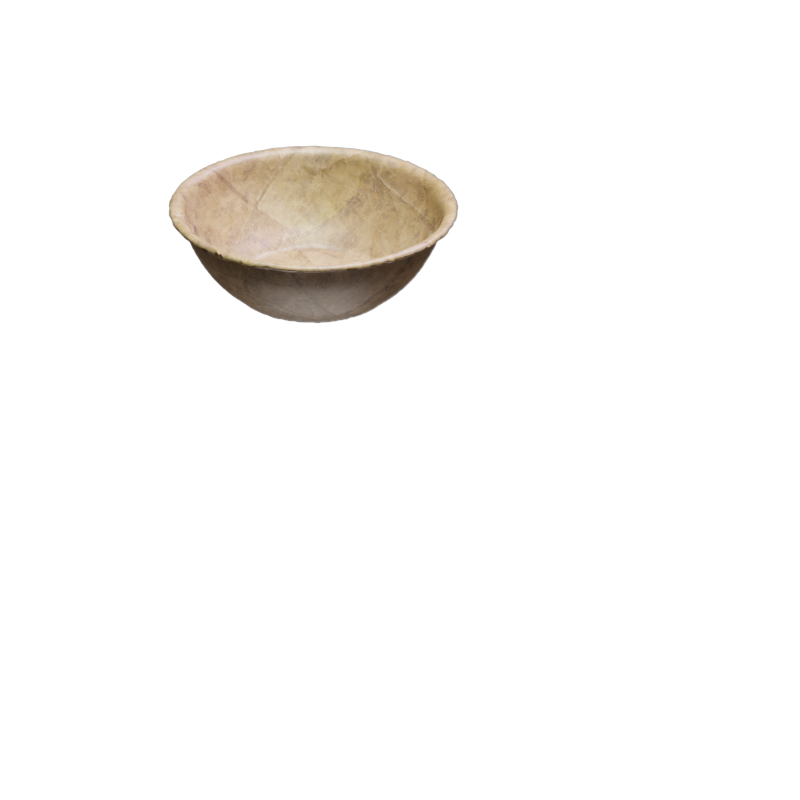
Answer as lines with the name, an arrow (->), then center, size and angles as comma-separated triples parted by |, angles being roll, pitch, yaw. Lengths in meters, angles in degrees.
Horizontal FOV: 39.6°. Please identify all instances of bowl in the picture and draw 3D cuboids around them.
bowl -> -0.050, -0.090, 0.632 | 0.162, 0.052, 0.172 | -1, 32, -2
